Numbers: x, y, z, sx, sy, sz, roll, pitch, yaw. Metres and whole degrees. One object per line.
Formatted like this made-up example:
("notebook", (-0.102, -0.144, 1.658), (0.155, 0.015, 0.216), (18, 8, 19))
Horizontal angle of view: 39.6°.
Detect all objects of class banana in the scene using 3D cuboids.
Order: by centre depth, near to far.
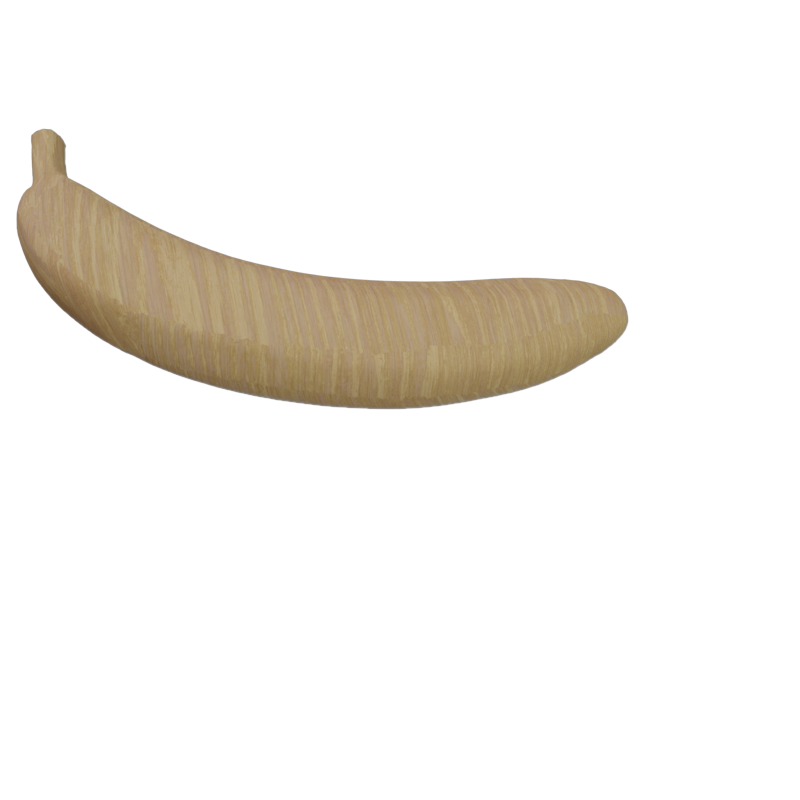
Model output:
("banana", (-0.035, -0.032, 0.325), (0.201, 0.072, 0.035), (18, -26, 9))
